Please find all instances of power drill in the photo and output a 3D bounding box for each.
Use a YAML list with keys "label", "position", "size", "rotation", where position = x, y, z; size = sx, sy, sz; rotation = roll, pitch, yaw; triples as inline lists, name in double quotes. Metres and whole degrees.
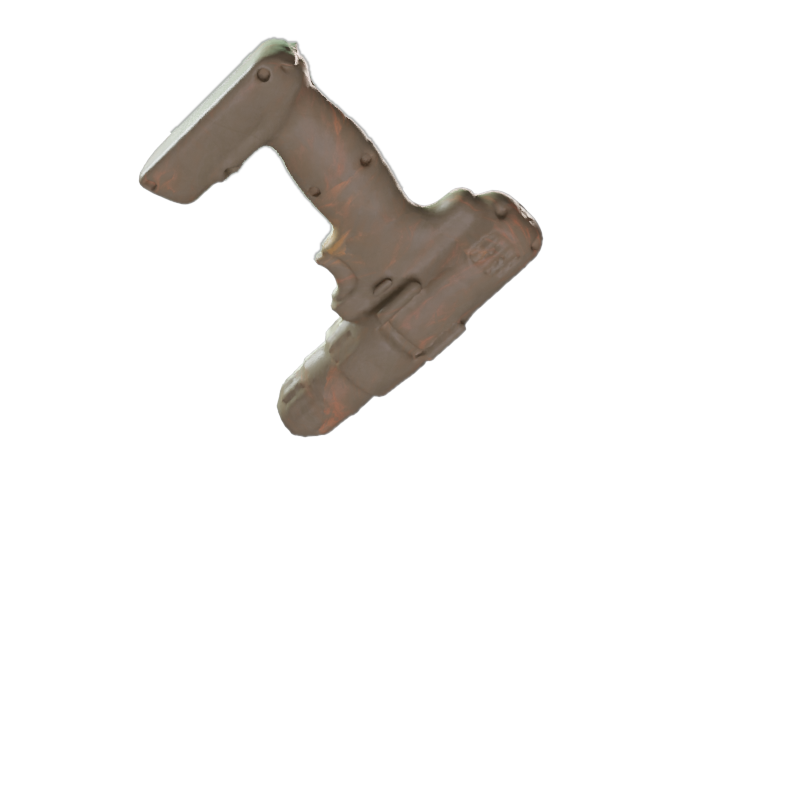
- label: "power drill"
  position: [-0.047, -0.085, 0.597]
  size: [0.180, 0.182, 0.060]
  rotation: [42, 17, -16]
